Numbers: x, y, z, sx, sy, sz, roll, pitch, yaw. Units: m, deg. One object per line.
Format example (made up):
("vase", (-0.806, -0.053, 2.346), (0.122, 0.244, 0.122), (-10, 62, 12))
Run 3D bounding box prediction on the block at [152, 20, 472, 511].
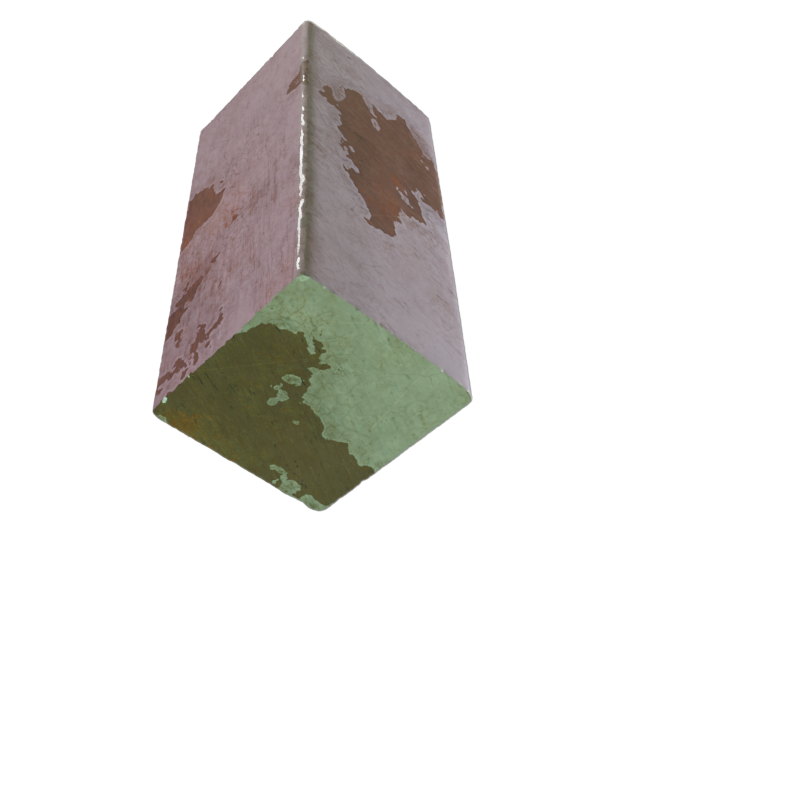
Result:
("block", (-0.038, -0.071, 0.497), (0.085, 0.221, 0.089), (34, -59, -28))
